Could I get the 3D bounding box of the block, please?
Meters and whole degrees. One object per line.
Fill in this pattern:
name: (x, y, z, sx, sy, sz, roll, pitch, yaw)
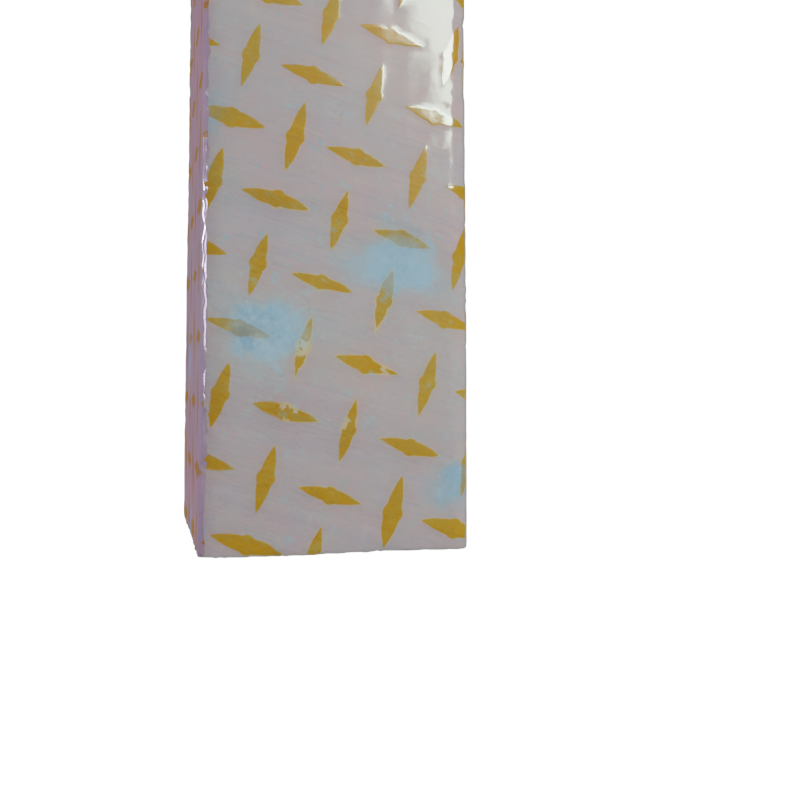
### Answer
block: (-0.031, -0.057, 0.402, 0.089, 0.208, 0.091, 1, -4, -13)
